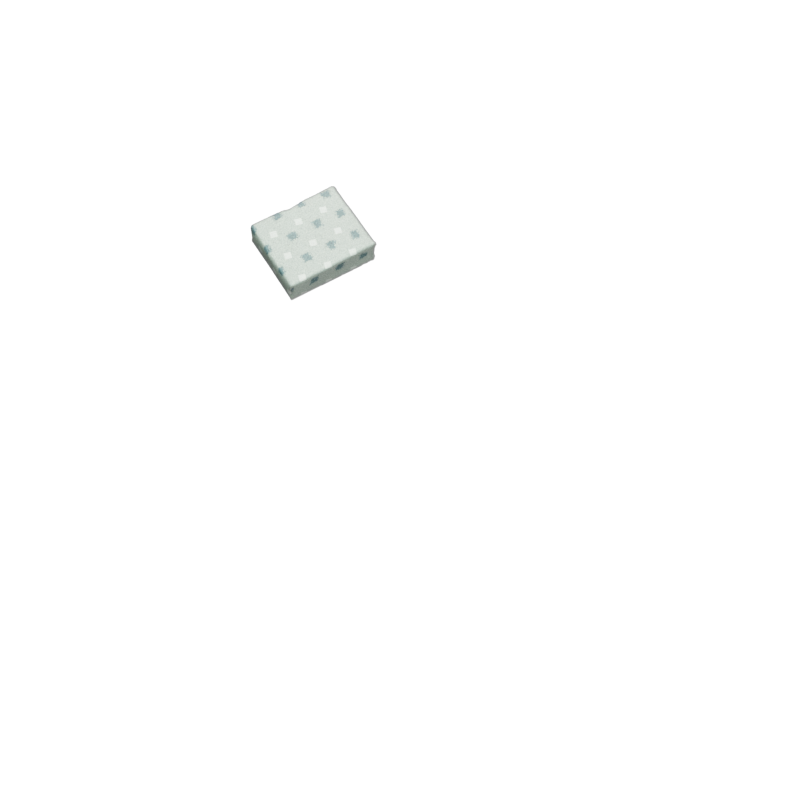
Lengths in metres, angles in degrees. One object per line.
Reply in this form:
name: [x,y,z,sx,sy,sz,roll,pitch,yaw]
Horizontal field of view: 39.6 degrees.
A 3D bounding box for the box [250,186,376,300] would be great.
box: [-0.077,-0.141,0.985,0.089,0.078,0.028,-28,-26,-15]
